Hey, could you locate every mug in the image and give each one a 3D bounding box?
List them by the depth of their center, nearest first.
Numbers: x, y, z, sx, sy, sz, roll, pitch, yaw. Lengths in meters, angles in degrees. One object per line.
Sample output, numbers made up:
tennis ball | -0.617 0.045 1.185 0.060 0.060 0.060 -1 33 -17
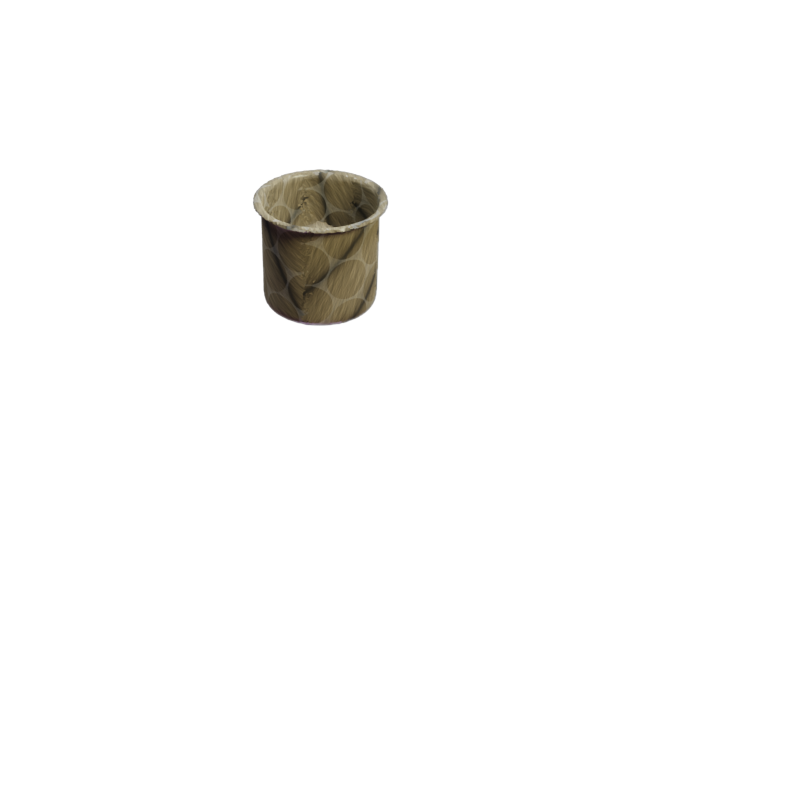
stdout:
mug | -0.062 -0.113 0.789 0.092 0.076 0.126 -15 37 -22
